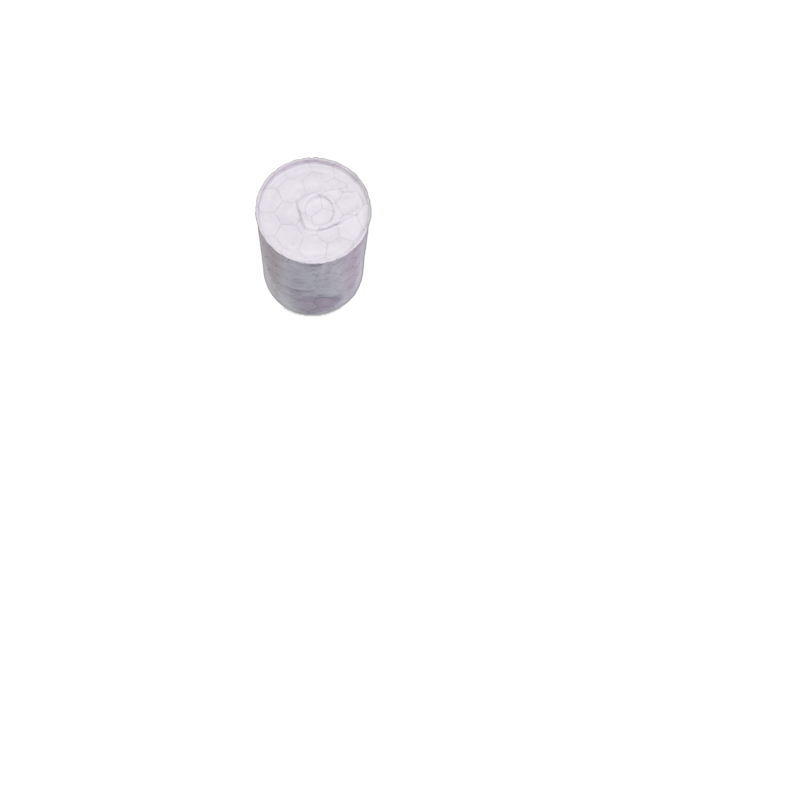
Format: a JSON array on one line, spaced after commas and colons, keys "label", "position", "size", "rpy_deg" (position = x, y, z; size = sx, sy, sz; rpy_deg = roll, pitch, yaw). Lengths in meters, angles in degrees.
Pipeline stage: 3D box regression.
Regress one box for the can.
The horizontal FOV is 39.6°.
[{"label": "can", "position": [-0.054, -0.099, 0.693], "size": [0.068, 0.072, 0.098], "rpy_deg": [0, -17, -3]}]
